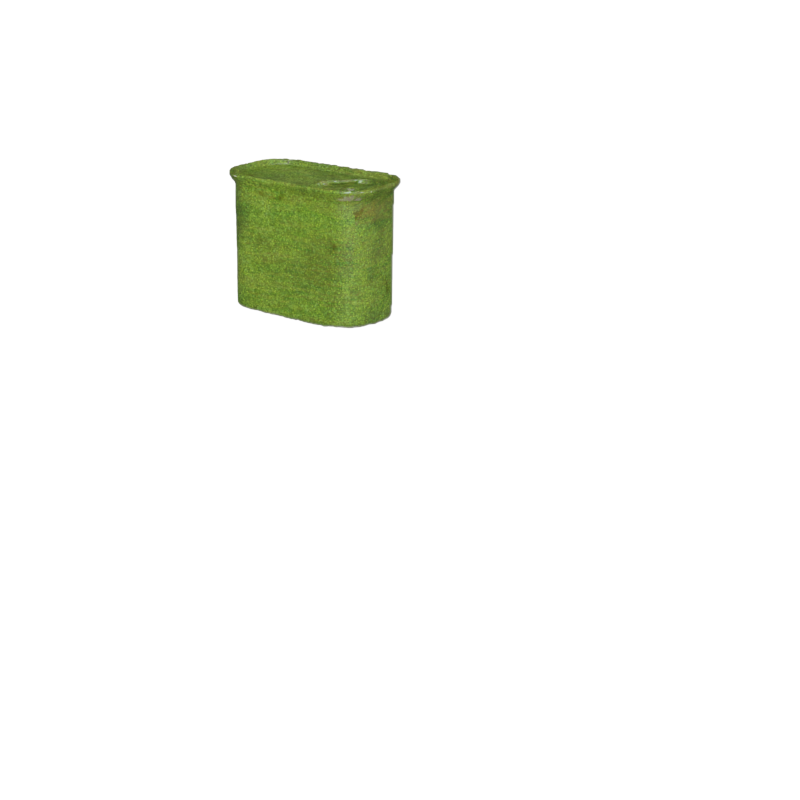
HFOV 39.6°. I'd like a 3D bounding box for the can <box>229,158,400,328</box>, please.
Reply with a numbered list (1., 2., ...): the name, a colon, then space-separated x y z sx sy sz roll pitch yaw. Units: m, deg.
1. can: -0.052 -0.094 0.661 0.107 0.081 0.057 14 22 33
